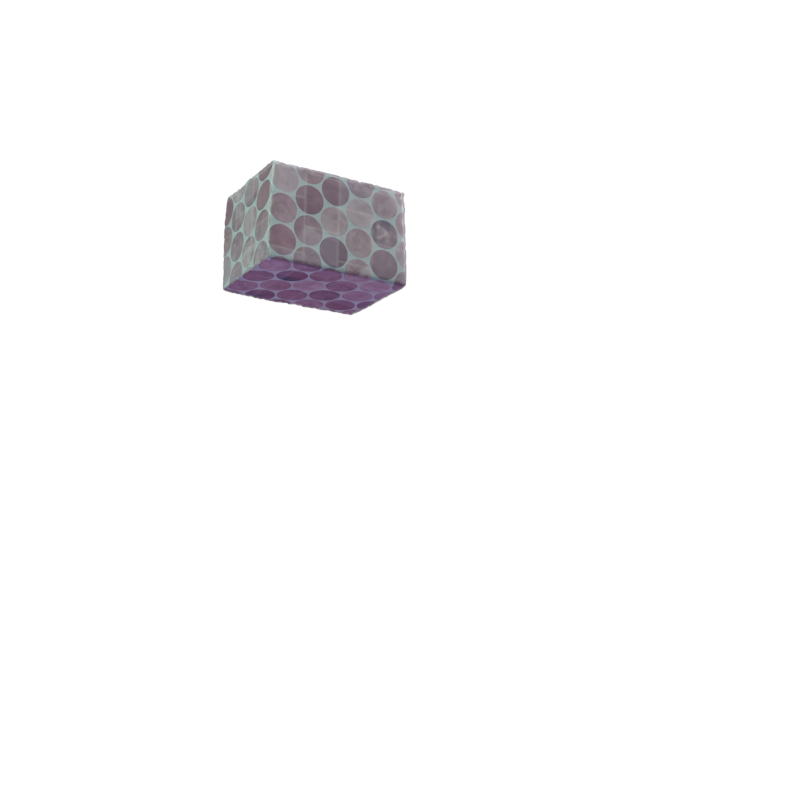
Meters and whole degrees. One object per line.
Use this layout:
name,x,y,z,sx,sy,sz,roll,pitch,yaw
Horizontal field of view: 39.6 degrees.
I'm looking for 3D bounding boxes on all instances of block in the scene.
block,-0.043,-0.079,0.550,0.075,0.054,0.053,10,-21,-30
